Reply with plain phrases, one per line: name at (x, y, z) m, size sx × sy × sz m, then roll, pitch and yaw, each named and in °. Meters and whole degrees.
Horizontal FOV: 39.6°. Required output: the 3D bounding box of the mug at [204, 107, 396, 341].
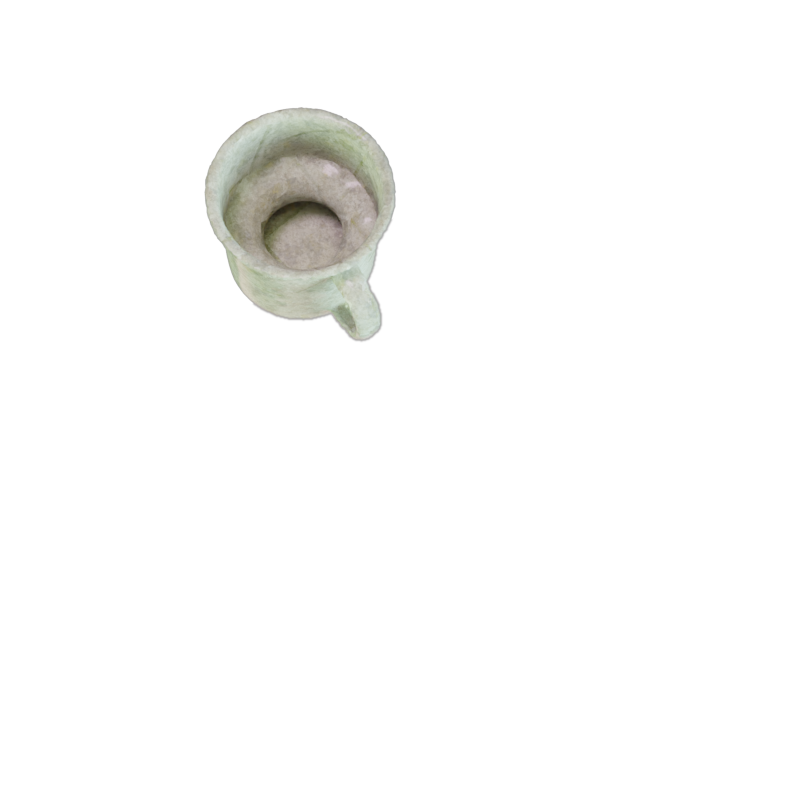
mug at (-0.045, -0.081, 0.571) m, size 0.093 × 0.123 × 0.078 m, roll -32°, pitch -16°, yaw -12°
